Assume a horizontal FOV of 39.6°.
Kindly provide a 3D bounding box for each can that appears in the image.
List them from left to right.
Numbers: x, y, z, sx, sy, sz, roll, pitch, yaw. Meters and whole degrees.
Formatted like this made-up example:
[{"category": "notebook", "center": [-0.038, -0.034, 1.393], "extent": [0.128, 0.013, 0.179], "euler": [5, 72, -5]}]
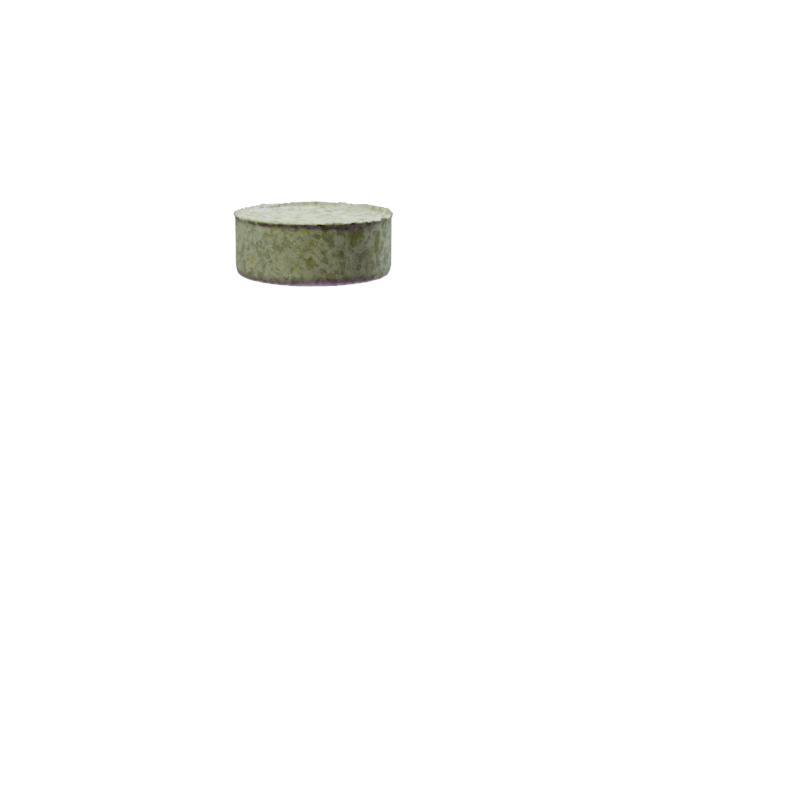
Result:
[{"category": "can", "center": [-0.047, -0.086, 0.600], "extent": [0.086, 0.033, 0.089], "euler": [0, 16, -2]}]
